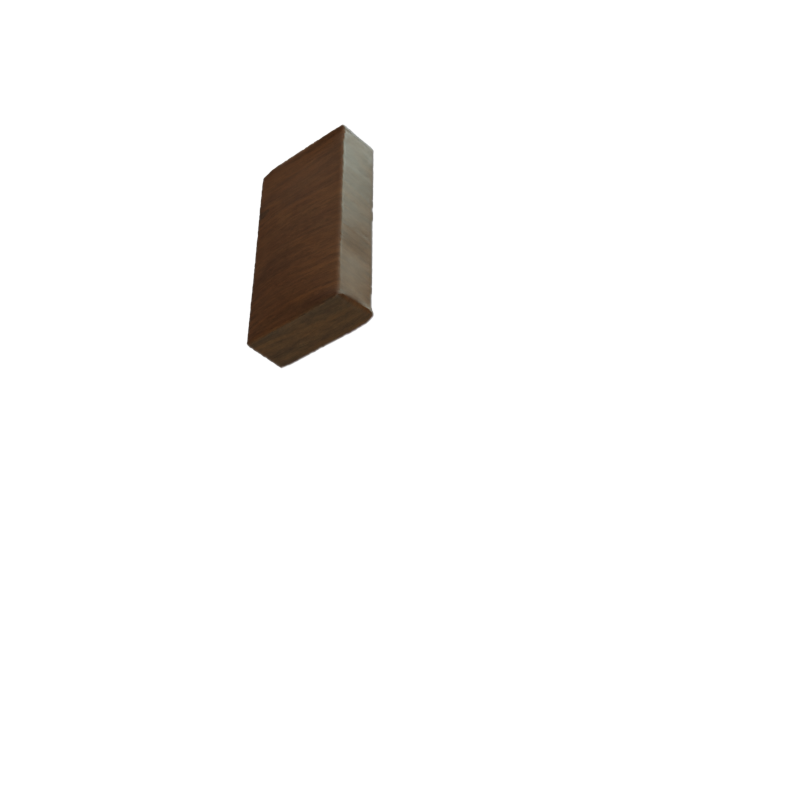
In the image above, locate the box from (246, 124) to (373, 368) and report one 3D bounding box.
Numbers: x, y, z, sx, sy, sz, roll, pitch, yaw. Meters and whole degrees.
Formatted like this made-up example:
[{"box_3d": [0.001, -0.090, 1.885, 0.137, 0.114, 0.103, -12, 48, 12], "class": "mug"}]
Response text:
[{"box_3d": [-0.067, -0.121, 0.846, 0.093, 0.189, 0.045, -28, -44, 29], "class": "box"}]
